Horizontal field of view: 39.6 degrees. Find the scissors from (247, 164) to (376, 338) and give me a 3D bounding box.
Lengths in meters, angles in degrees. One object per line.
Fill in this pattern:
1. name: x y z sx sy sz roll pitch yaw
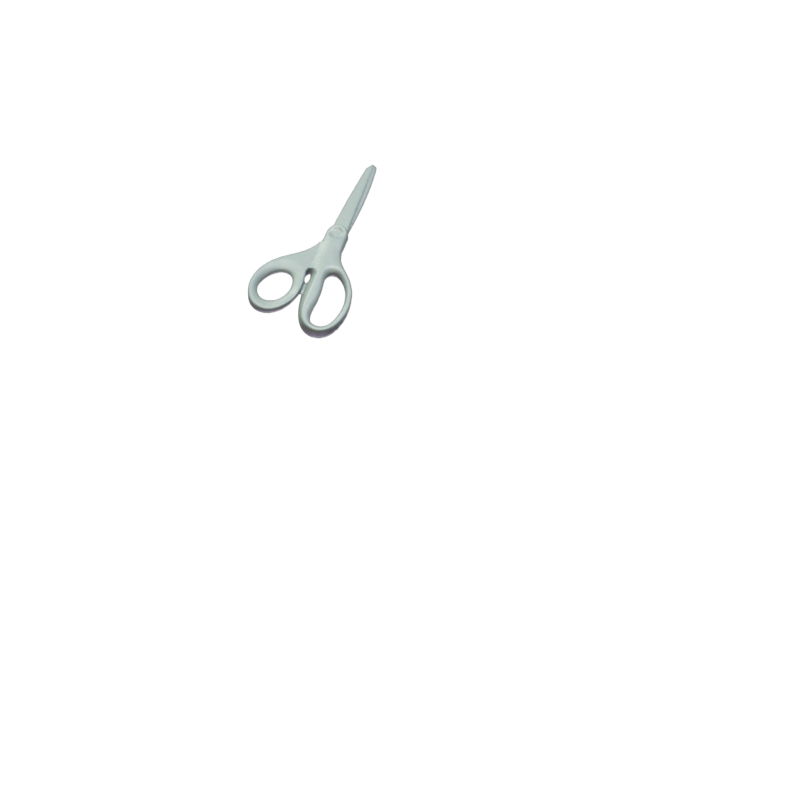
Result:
1. scissors: -0.075 -0.137 0.962 0.097 0.215 0.015 3 -39 2
